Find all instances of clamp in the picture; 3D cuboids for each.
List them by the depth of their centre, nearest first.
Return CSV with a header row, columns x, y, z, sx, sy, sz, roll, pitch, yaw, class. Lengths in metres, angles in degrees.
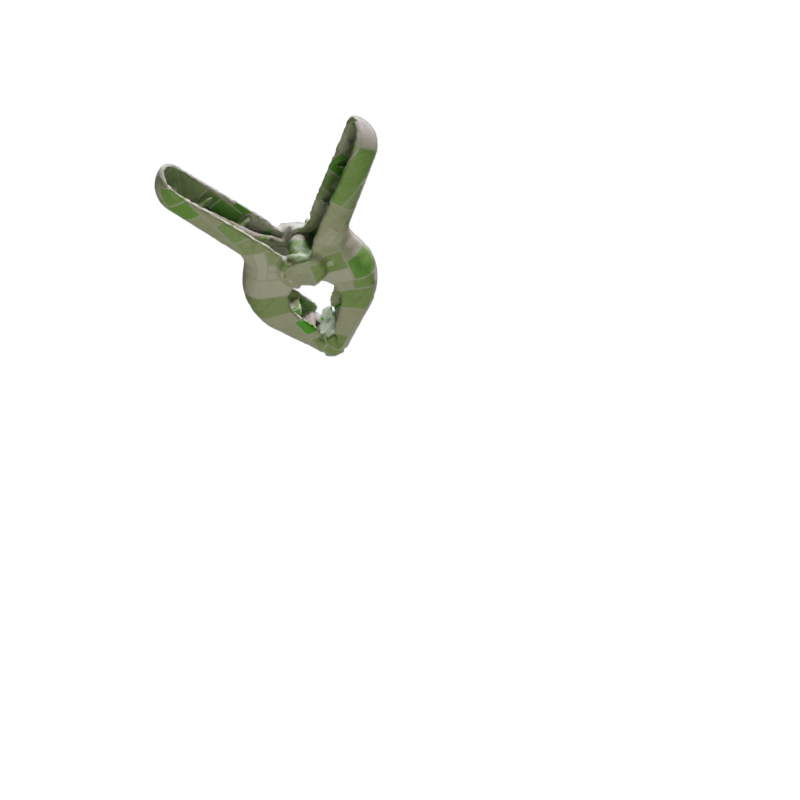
x,y,z,sx,sy,sz,roll,pitch,yaw,class
-0.049,-0.090,0.630,0.121,0.042,0.158,-13,-38,17,clamp
